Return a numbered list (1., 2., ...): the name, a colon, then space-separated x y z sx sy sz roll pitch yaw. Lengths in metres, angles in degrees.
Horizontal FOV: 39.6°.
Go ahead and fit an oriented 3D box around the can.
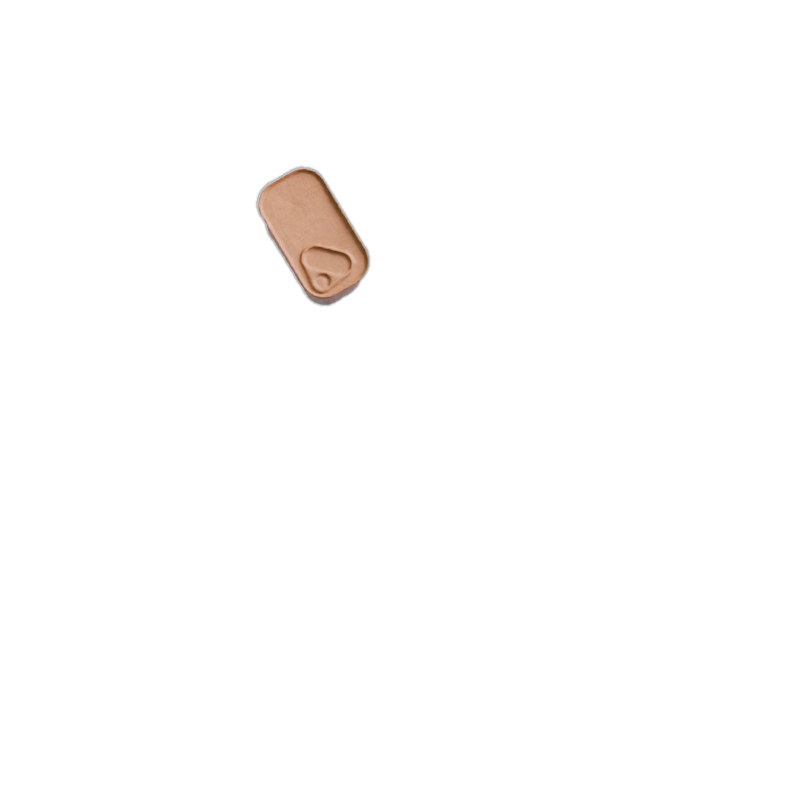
1. can: -0.070 -0.128 0.899 0.057 0.104 0.082 -31 -5 -5
